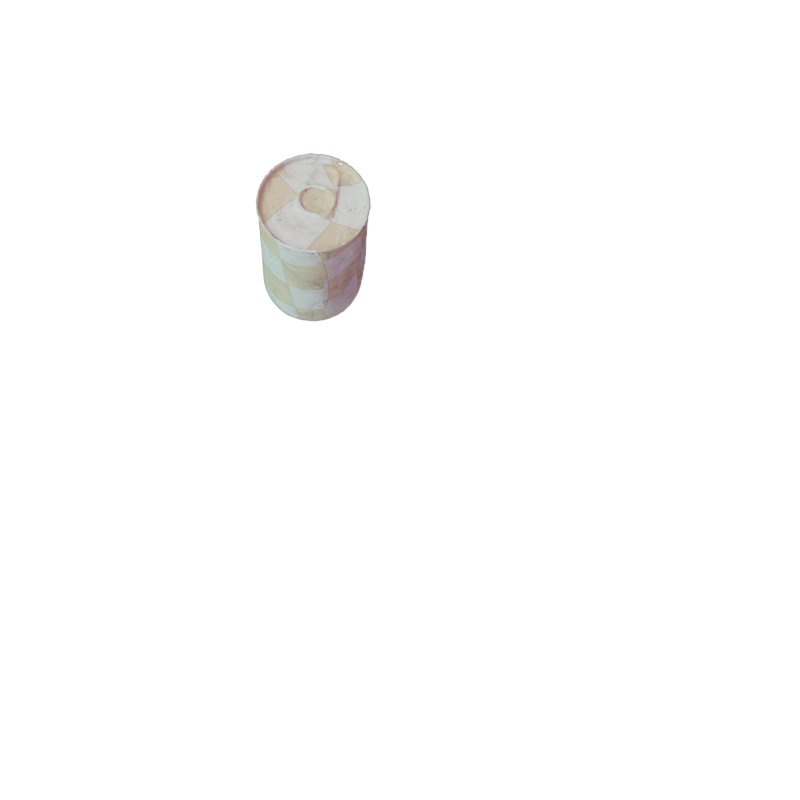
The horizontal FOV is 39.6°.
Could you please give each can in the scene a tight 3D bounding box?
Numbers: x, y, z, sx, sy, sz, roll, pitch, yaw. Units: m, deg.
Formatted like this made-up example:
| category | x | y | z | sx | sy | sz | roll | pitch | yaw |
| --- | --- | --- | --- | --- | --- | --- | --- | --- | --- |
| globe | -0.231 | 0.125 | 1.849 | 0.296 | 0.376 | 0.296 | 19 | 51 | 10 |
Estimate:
| category | x | y | z | sx | sy | sz | roll | pitch | yaw |
| --- | --- | --- | --- | --- | --- | --- | --- | --- | --- |
| can | -0.055 | -0.100 | 0.699 | 0.068 | 0.072 | 0.097 | 0 | -23 | -3 |
